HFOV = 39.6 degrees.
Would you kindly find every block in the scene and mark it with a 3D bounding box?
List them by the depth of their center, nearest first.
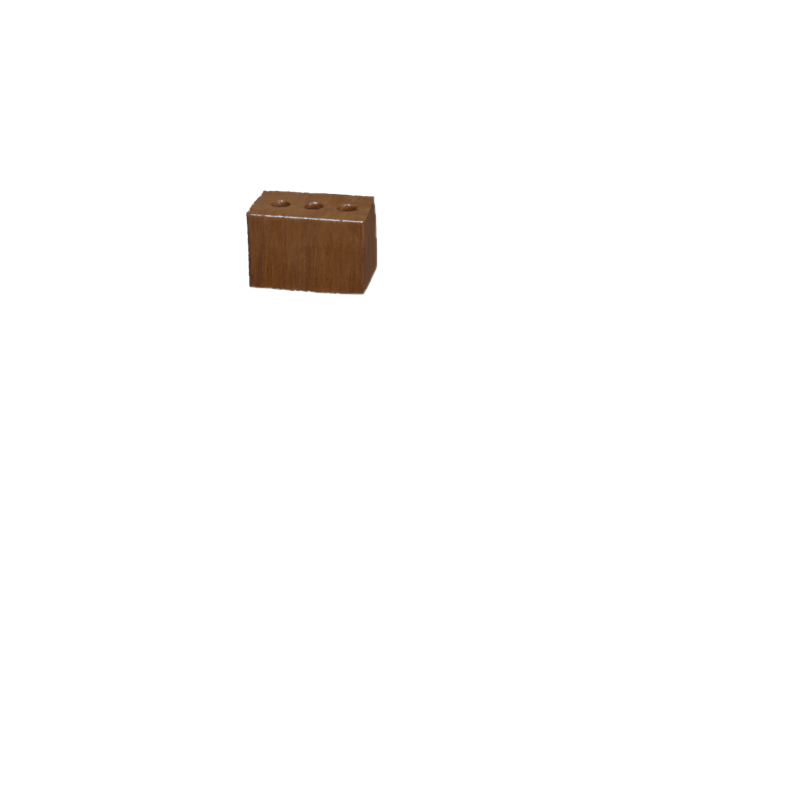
[{"bbox_3d":[-0.056,-0.103,0.720,0.079,0.049,0.055,4,24,8],"label":"block"}]
